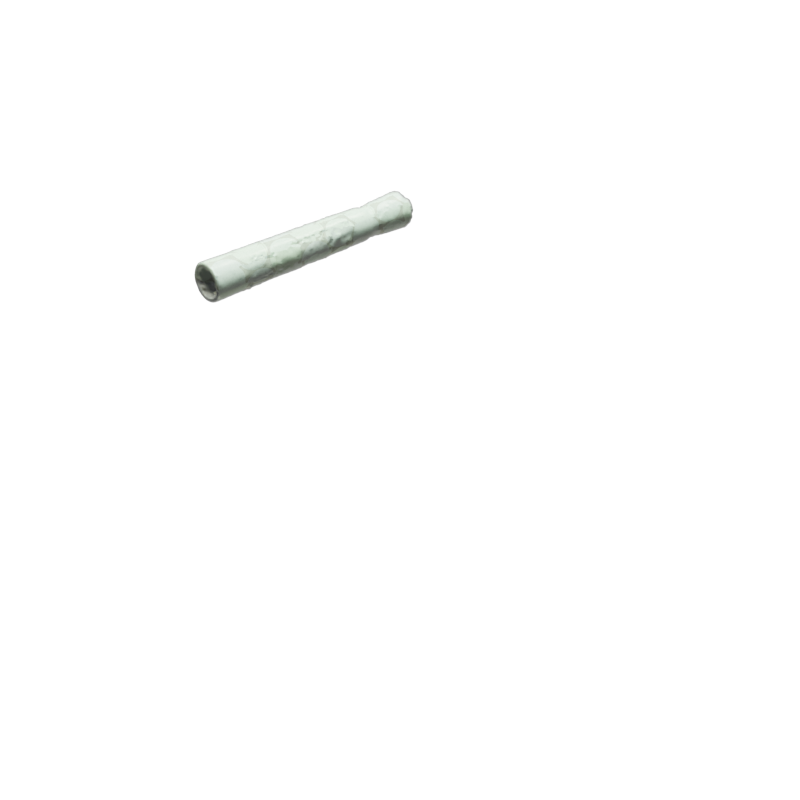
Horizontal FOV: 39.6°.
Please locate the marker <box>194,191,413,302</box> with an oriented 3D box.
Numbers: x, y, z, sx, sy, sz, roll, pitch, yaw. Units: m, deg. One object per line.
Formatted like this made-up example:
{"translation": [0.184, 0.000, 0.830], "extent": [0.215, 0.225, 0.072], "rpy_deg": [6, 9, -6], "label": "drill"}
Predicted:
{"translation": [-0.040, -0.073, 0.513], "extent": [0.120, 0.019, 0.021], "rpy_deg": [-27, 20, -35], "label": "marker"}
